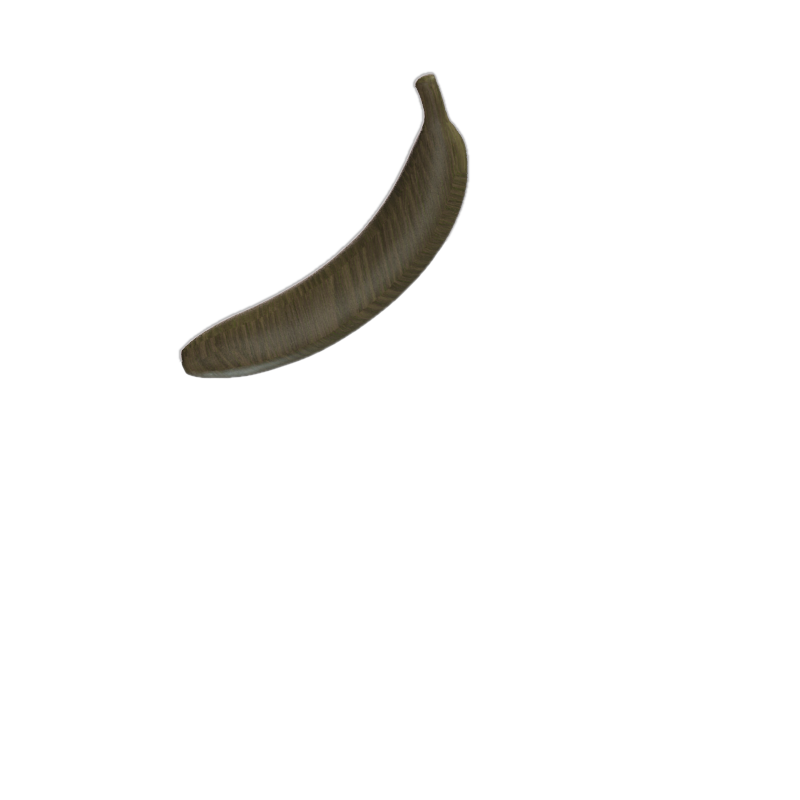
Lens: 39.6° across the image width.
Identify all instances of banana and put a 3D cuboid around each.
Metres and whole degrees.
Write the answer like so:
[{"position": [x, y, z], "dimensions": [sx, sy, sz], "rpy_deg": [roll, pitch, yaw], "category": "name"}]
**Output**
[{"position": [-0.027, -0.072, 0.564], "dimensions": [0.068, 0.195, 0.038], "rpy_deg": [40, 12, -12], "category": "banana"}]
